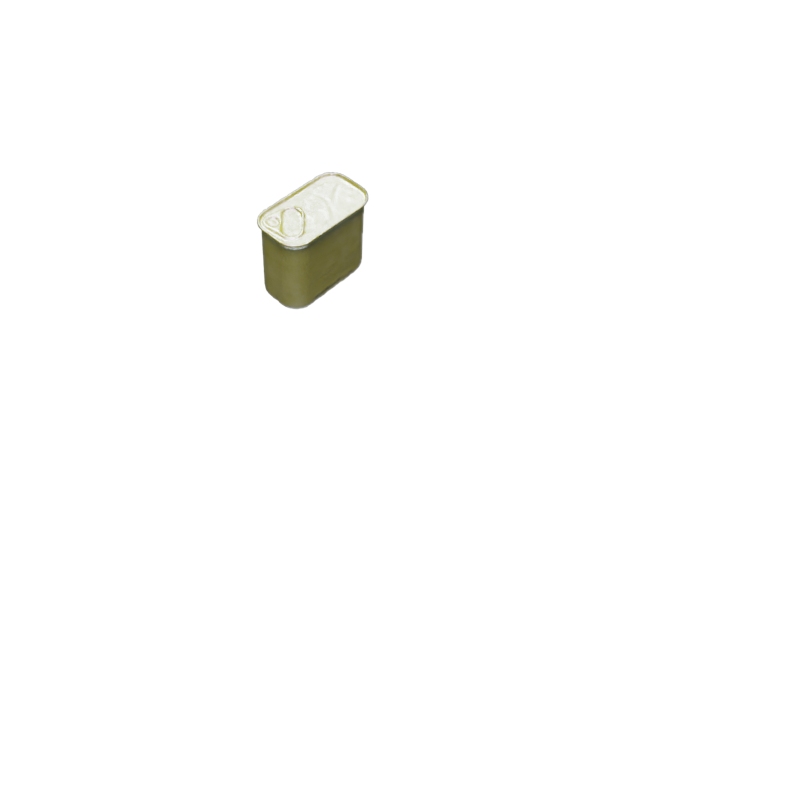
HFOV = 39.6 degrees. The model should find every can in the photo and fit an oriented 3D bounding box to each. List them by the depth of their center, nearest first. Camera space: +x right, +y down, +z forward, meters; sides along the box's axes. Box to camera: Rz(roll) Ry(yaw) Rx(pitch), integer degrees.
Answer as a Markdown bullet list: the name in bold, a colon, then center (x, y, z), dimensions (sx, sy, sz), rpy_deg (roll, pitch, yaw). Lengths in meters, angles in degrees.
- **can**: center (-0.078, -0.142, 0.995), dimensions (0.061, 0.078, 0.103), rpy_deg (35, 56, 26)
